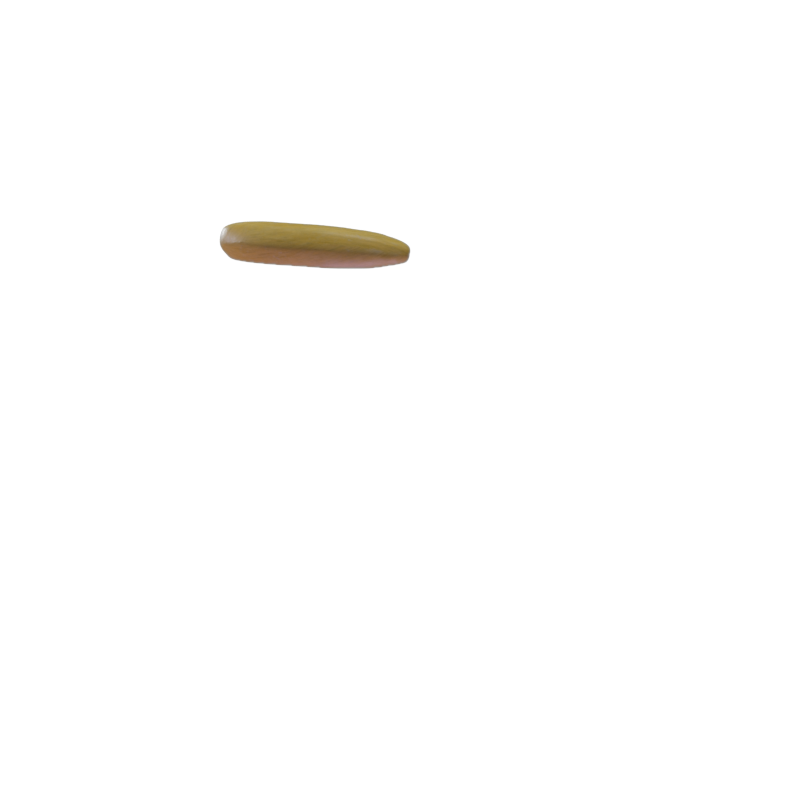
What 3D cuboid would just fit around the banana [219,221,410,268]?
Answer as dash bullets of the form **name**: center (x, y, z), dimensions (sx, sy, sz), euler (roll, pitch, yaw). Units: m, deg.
- **banana**: center (-0.089, -0.136, 0.960), dimensions (0.207, 0.036, 0.068), euler (9, 15, 35)
